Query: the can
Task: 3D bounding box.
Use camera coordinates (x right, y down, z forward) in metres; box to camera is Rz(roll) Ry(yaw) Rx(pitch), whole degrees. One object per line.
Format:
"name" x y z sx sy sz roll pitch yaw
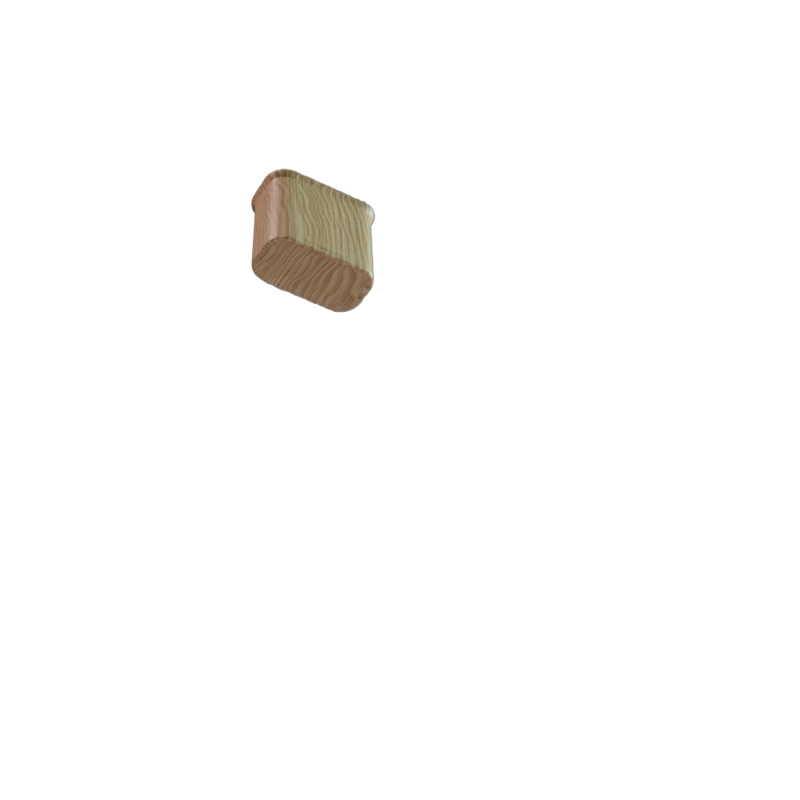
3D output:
"can" -0.070 -0.128 0.894 0.098 0.090 0.056 21 -50 -21
